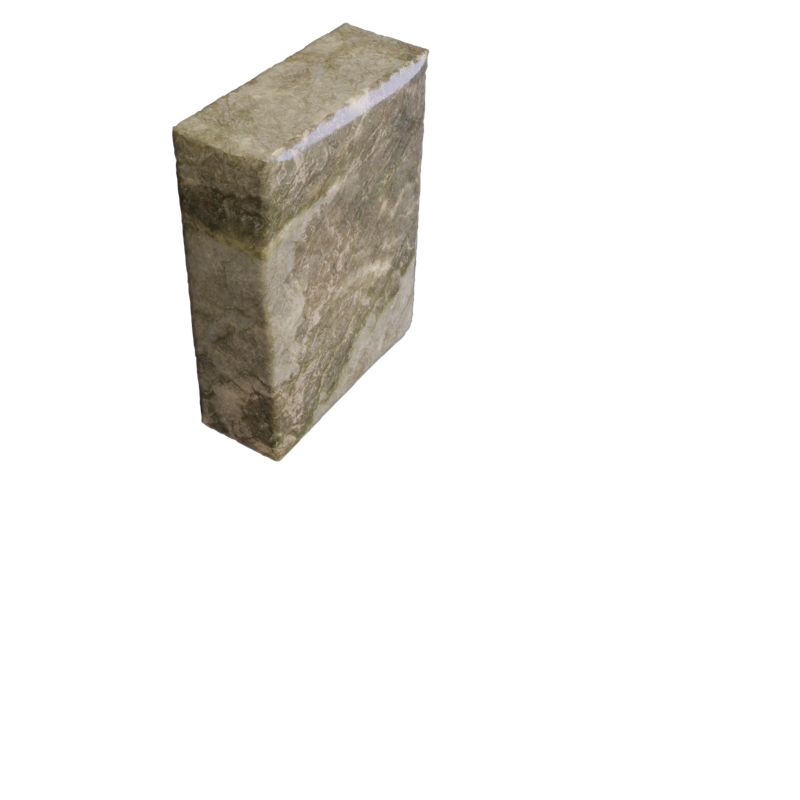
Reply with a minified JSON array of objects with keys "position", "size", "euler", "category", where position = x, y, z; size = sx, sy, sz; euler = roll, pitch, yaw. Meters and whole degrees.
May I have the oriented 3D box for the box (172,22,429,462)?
[{"position":[-0.053,-0.096,0.672],"size":[0.075,0.200,0.167],"euler":[23,43,23],"category":"box"}]
